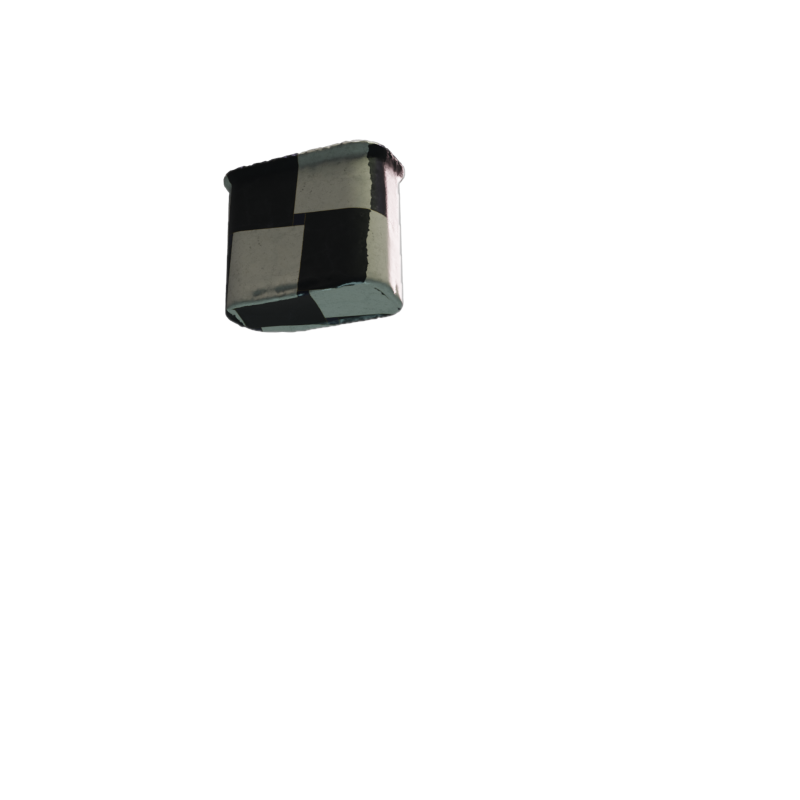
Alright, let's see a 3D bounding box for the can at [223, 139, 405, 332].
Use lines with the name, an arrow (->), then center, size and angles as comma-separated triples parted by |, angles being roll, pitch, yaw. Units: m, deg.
can -> -0.048, -0.088, 0.614 | 0.104, 0.088, 0.054 | -10, -24, 22
